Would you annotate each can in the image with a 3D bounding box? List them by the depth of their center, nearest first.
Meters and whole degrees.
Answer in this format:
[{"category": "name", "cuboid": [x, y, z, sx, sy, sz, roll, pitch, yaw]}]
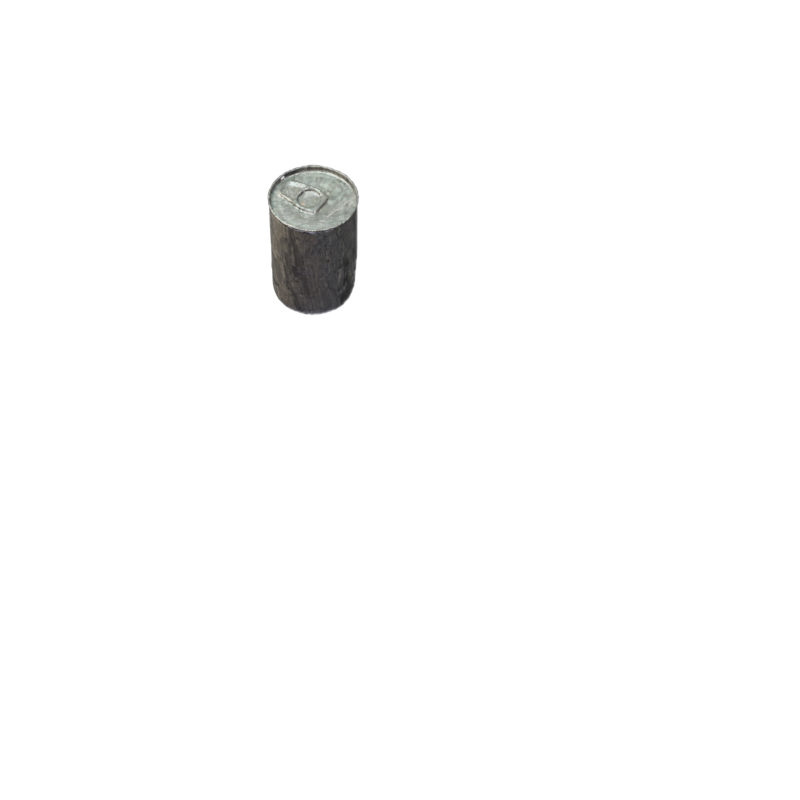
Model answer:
[{"category": "can", "cuboid": [-0.067, -0.123, 0.859, 0.068, 0.073, 0.095, 0, -37, -3]}]
